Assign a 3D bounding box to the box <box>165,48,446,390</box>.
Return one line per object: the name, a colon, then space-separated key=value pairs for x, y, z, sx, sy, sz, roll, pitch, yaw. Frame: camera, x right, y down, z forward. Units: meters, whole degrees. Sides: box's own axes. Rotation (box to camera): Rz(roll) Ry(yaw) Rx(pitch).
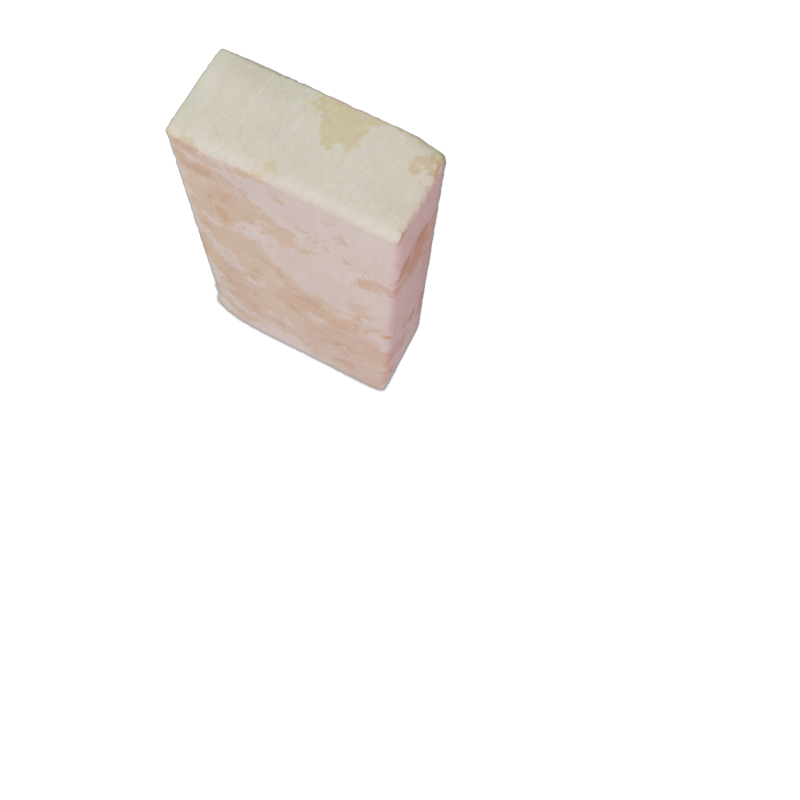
box: x=-0.035 y=-0.065 z=0.454 sx=0.095 sy=0.049 sz=0.168 roll=28 pitch=-18 yaw=7
